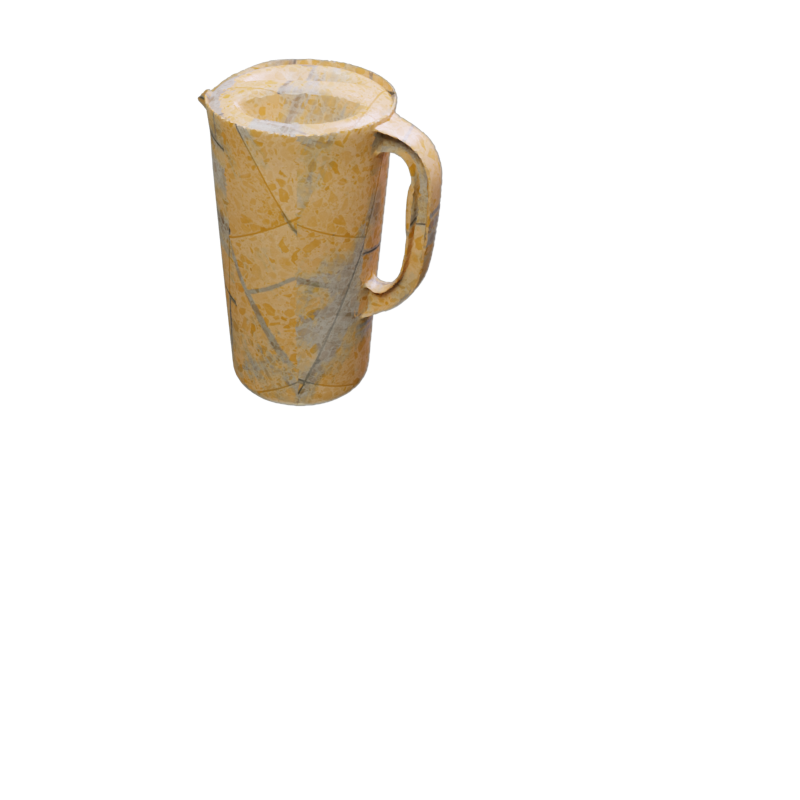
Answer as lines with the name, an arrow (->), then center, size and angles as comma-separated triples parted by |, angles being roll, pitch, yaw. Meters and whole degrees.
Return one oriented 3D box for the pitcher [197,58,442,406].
pitcher -> -0.064, -0.116, 0.813 | 0.143, 0.228, 0.161 | -9, 35, -16
